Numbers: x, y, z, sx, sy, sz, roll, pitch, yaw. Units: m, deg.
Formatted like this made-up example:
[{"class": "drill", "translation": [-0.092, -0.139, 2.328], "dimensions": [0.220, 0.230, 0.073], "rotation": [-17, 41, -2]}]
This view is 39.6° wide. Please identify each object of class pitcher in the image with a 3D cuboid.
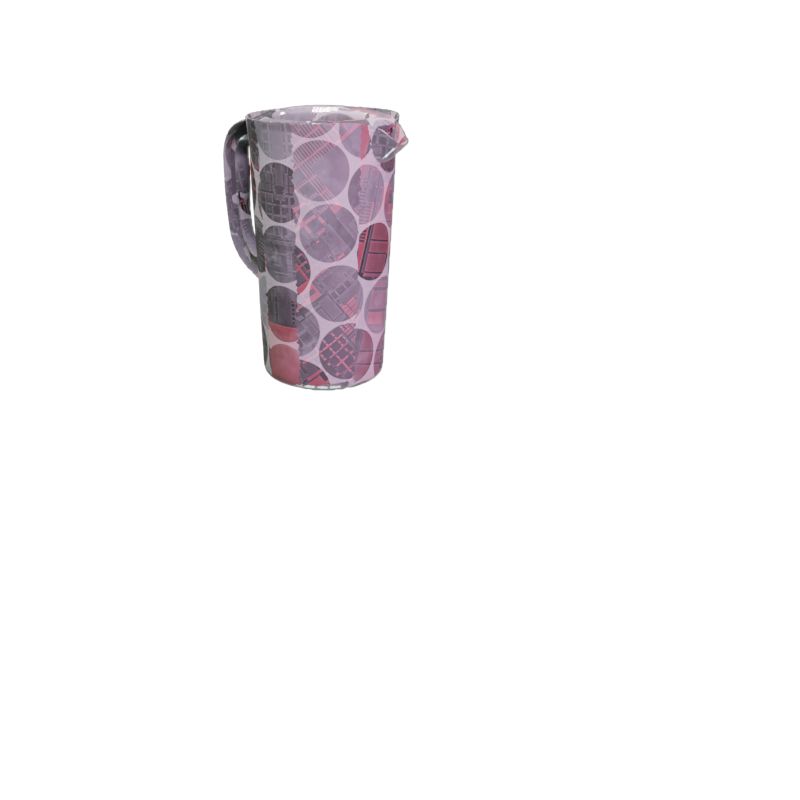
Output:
[{"class": "pitcher", "translation": [-0.077, -0.141, 0.986], "dimensions": [0.143, 0.235, 0.157], "rotation": [-3, 16, -13]}]
